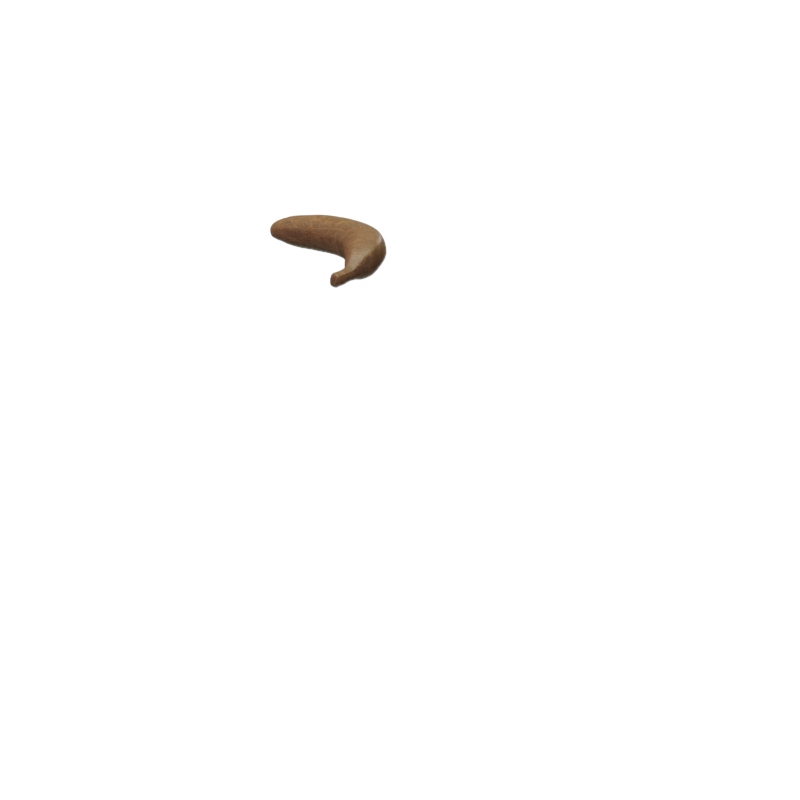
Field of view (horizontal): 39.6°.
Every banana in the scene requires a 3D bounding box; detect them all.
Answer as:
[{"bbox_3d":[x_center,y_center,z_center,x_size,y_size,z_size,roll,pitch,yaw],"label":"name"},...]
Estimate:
[{"bbox_3d":[-0.058,-0.141,0.984,0.068,0.035,0.209,-6,20,-19],"label":"banana"}]
